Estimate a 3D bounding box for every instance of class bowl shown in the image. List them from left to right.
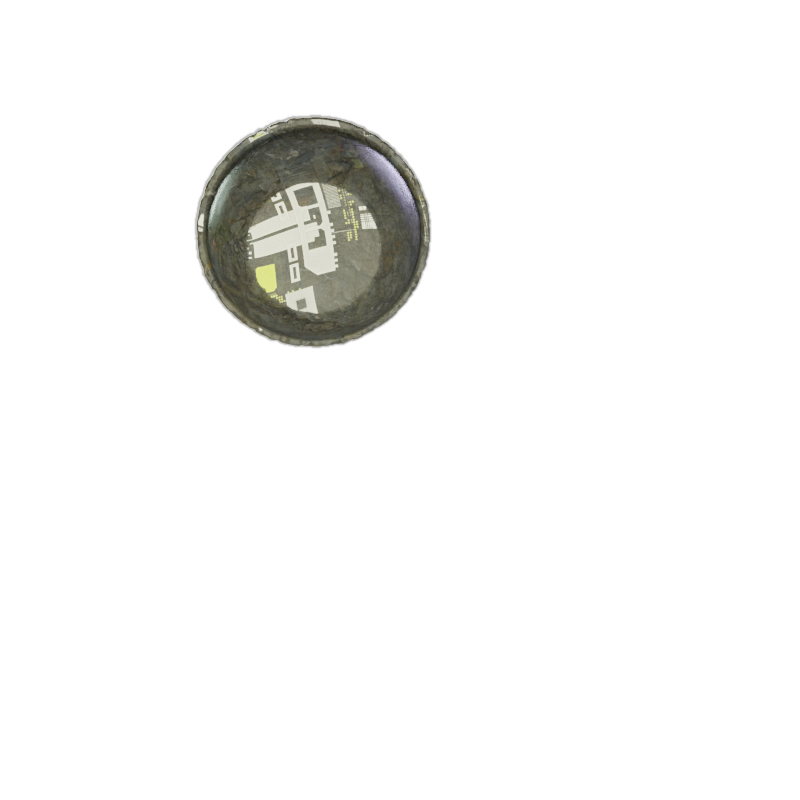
[{"bbox_3d":[-0.058,-0.105,0.738,0.162,0.157,0.057,0,13,-1],"label":"bowl"}]
